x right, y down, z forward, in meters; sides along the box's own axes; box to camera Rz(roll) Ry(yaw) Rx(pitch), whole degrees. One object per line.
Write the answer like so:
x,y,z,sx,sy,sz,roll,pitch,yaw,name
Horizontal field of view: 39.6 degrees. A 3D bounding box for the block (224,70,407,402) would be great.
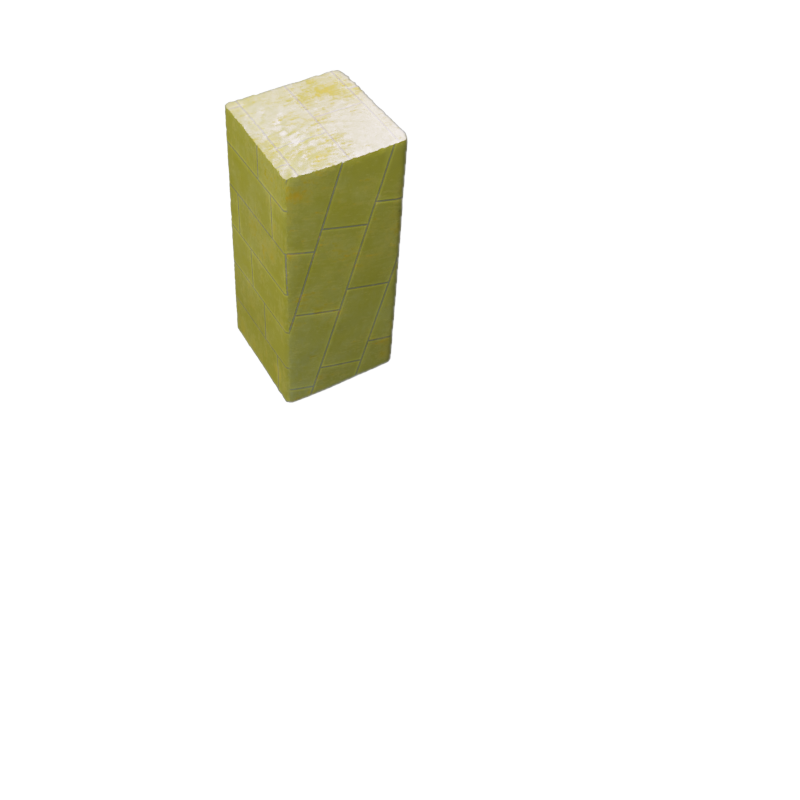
-0.059,-0.110,0.768,0.089,0.192,0.098,-21,50,-22,block
